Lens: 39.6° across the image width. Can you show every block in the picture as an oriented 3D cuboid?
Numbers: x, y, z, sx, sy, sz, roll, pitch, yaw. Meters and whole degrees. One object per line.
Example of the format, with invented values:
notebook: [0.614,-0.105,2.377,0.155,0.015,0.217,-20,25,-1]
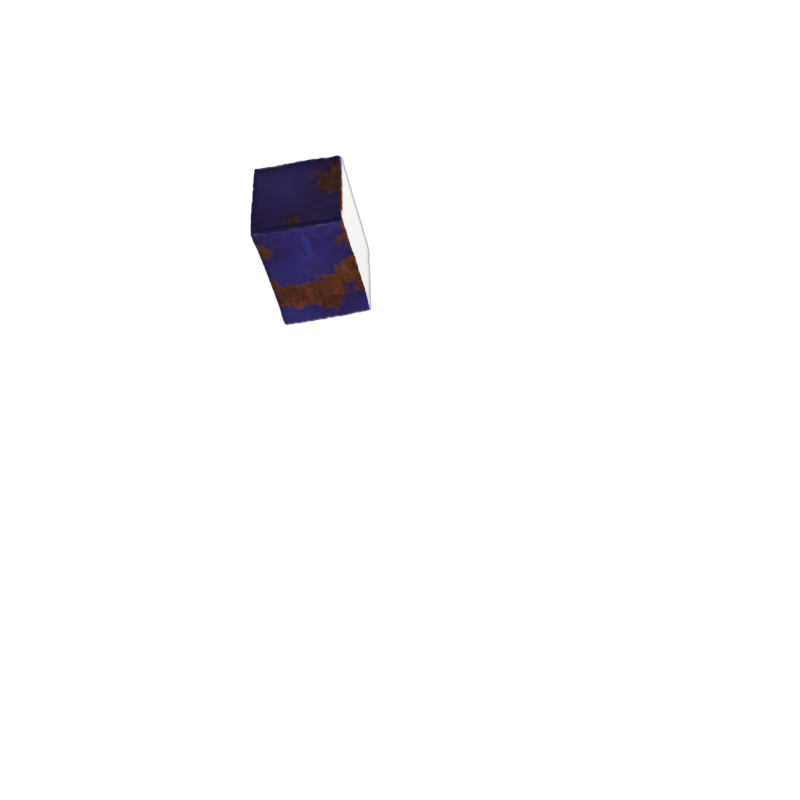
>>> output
block: [-0.049,-0.089,0.623,0.053,0.055,0.072,-8,-41,7]
